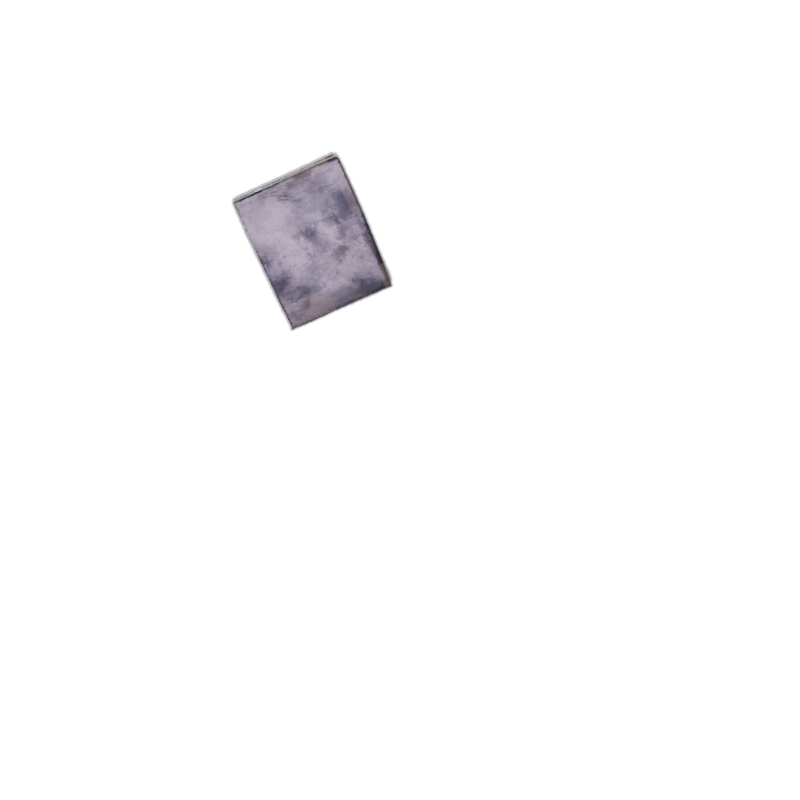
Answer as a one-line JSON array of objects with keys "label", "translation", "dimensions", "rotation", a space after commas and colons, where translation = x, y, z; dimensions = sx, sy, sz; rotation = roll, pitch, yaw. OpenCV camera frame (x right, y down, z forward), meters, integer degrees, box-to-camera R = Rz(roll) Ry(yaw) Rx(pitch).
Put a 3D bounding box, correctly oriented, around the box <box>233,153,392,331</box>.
[{"label": "box", "translation": [-0.067, -0.123, 0.861], "dimensions": [0.090, 0.112, 0.039], "rotation": [-24, 5, 1]}]
